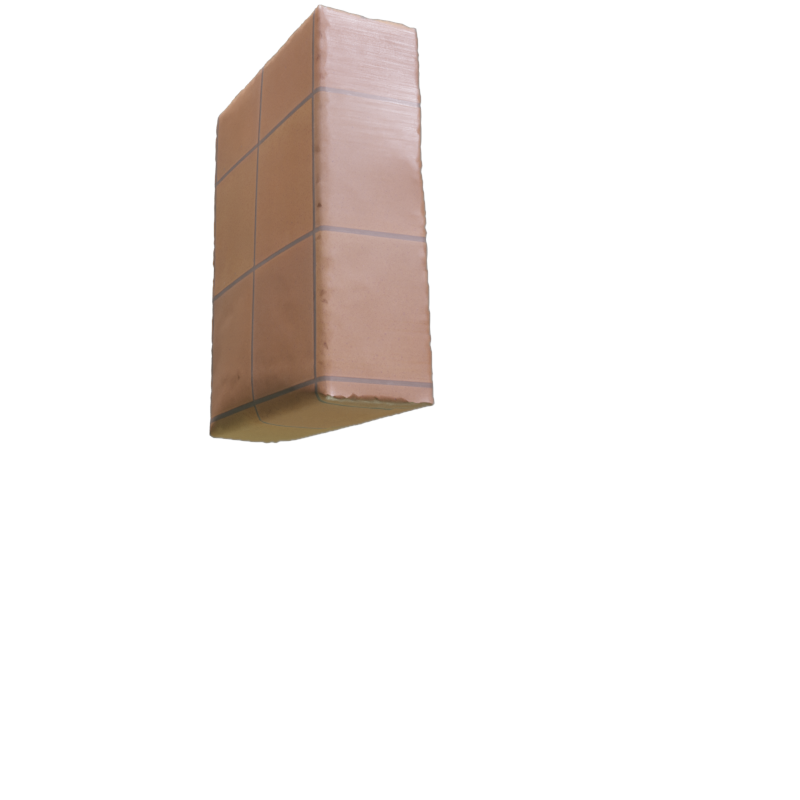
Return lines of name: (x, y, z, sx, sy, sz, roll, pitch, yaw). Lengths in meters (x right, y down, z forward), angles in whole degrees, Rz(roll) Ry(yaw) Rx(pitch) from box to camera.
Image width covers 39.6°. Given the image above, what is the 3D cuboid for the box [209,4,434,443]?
box: (-0.050, -0.091, 0.641, 0.069, 0.222, 0.164, 8, -17, -28)
